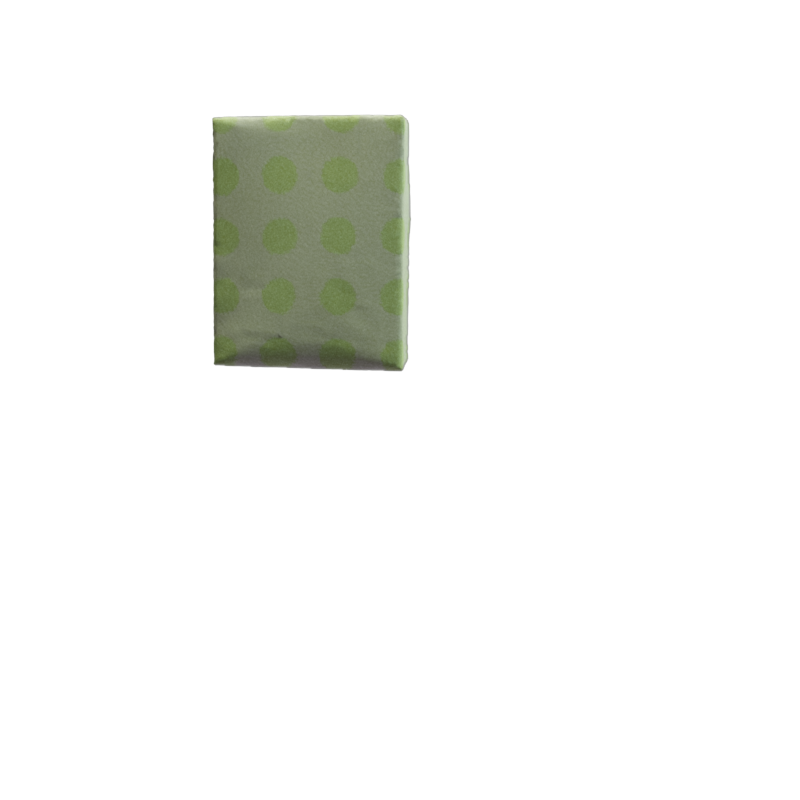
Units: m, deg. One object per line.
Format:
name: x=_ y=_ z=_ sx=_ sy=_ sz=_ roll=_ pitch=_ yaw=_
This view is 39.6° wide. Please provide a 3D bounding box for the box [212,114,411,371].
box: x=-0.075 y=-0.136 z=0.955 sx=0.166 sy=0.212 sz=0.072 roll=1 pitch=4 yaw=8
